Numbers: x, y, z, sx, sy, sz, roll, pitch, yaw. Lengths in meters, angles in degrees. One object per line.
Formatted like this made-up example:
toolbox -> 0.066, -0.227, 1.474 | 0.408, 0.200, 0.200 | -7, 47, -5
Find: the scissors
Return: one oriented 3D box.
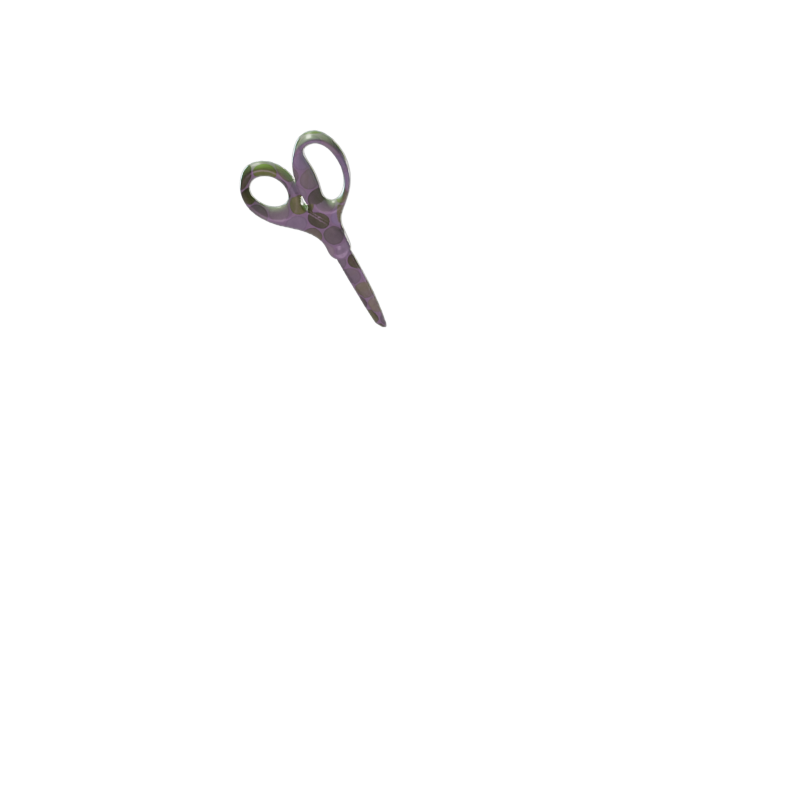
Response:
scissors -> -0.070, -0.128, 0.898 | 0.097, 0.187, 0.017 | -6, 40, 5
